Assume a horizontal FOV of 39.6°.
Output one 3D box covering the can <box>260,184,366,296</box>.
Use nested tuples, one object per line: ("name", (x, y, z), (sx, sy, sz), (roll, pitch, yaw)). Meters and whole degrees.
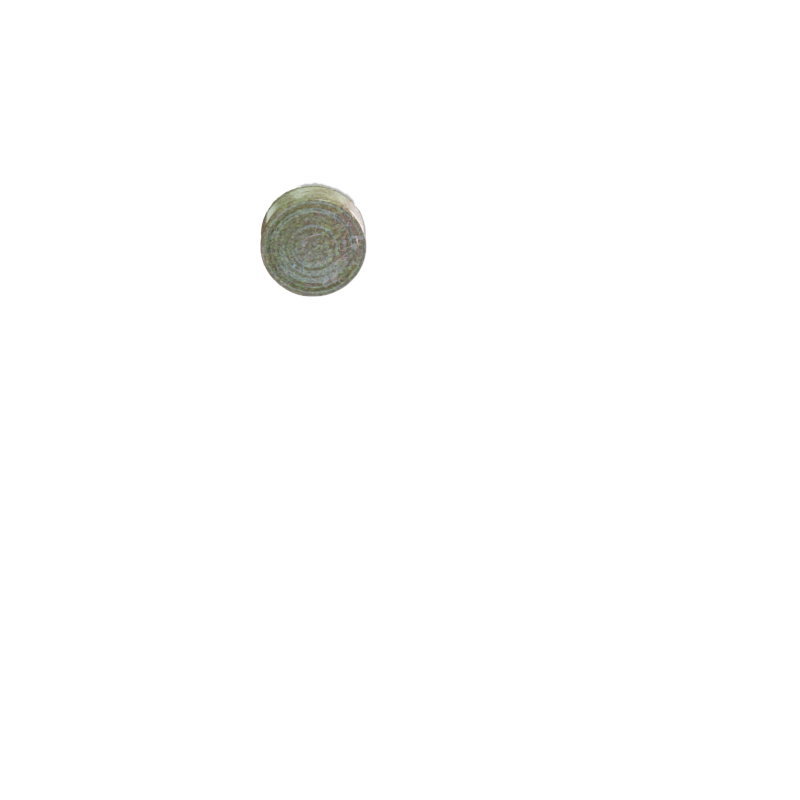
("can", (-0.070, -0.127, 0.890), (0.086, 0.082, 0.035), (1, 22, -1))
